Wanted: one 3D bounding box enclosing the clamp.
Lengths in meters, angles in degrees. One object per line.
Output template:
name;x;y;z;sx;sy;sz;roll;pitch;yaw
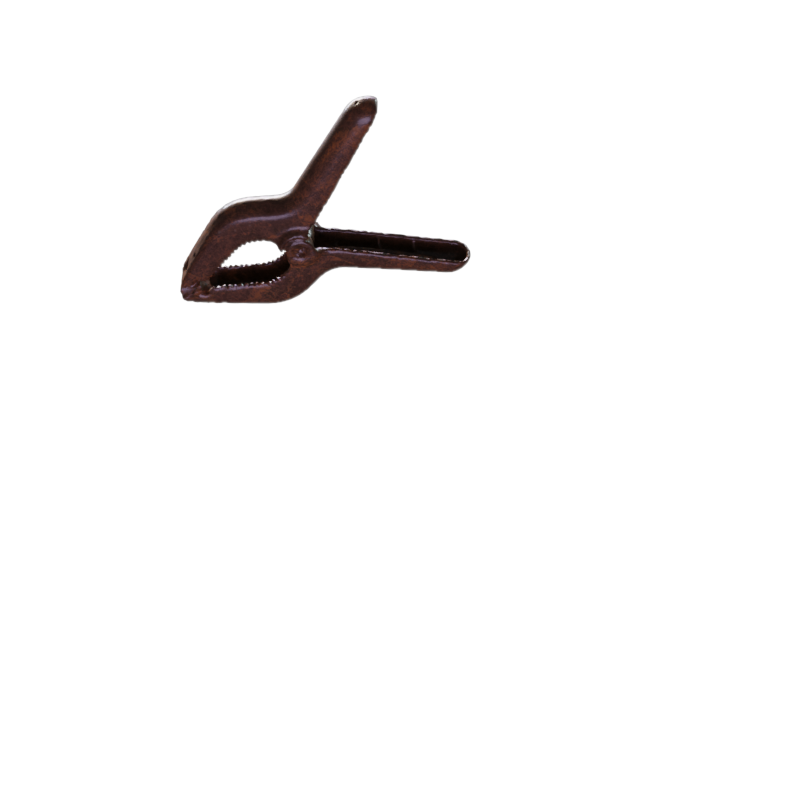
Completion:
clamp;-0.063;-0.115;0.808;0.210;0.039;0.153;-26;-52;22
